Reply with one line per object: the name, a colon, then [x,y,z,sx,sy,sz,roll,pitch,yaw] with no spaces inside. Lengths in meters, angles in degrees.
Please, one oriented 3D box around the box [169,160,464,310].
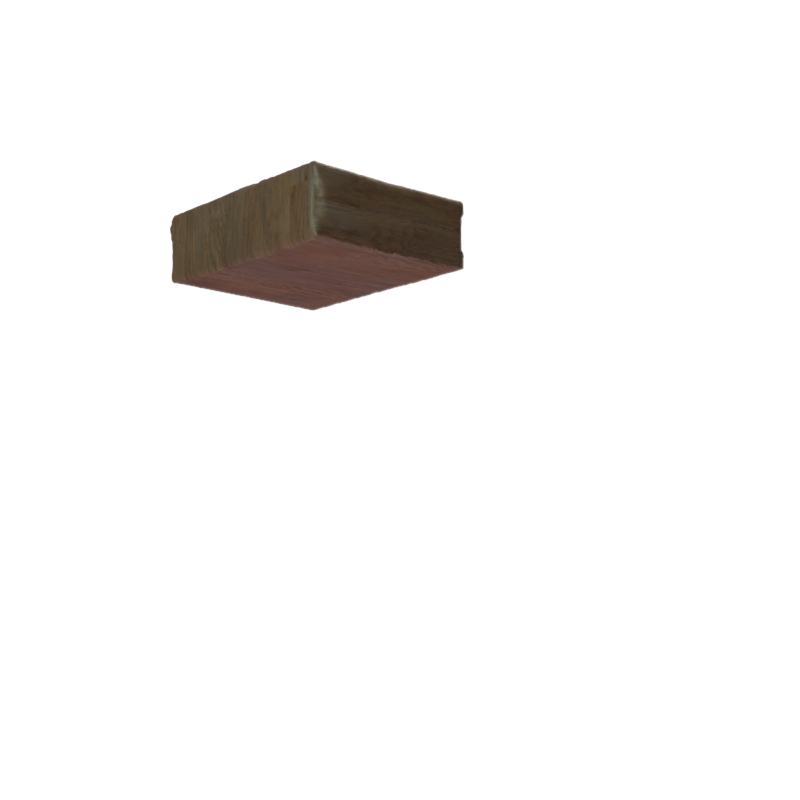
box: [-0.033,-0.060,0.417,0.069,0.031,0.091,8,-12,-42]
